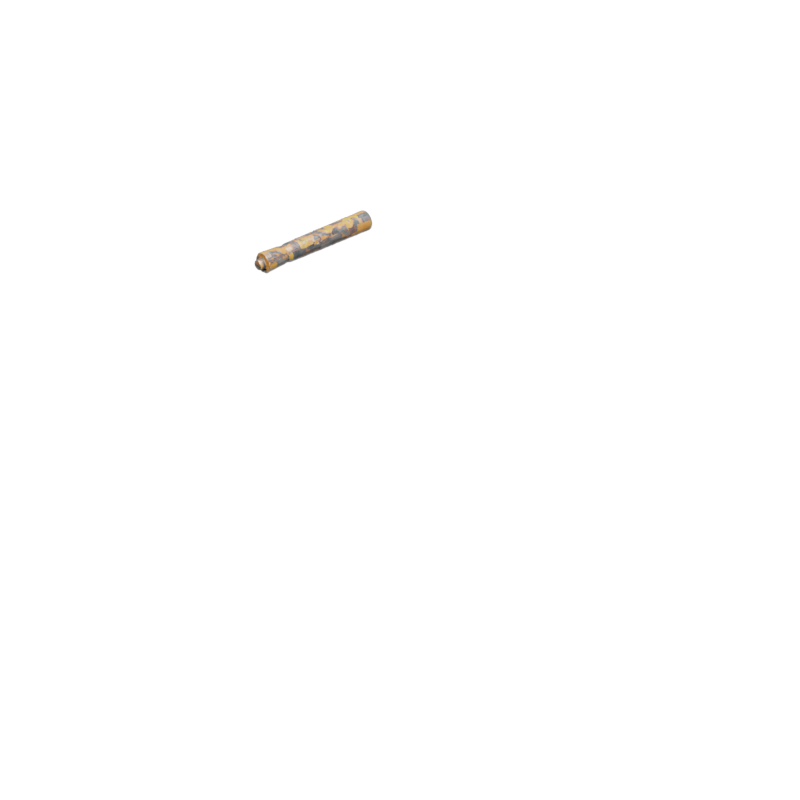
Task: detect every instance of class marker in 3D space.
[{"bbox_3d":[-0.075,-0.137,0.963,0.120,0.019,0.021,-28,20,-33],"label":"marker"}]
